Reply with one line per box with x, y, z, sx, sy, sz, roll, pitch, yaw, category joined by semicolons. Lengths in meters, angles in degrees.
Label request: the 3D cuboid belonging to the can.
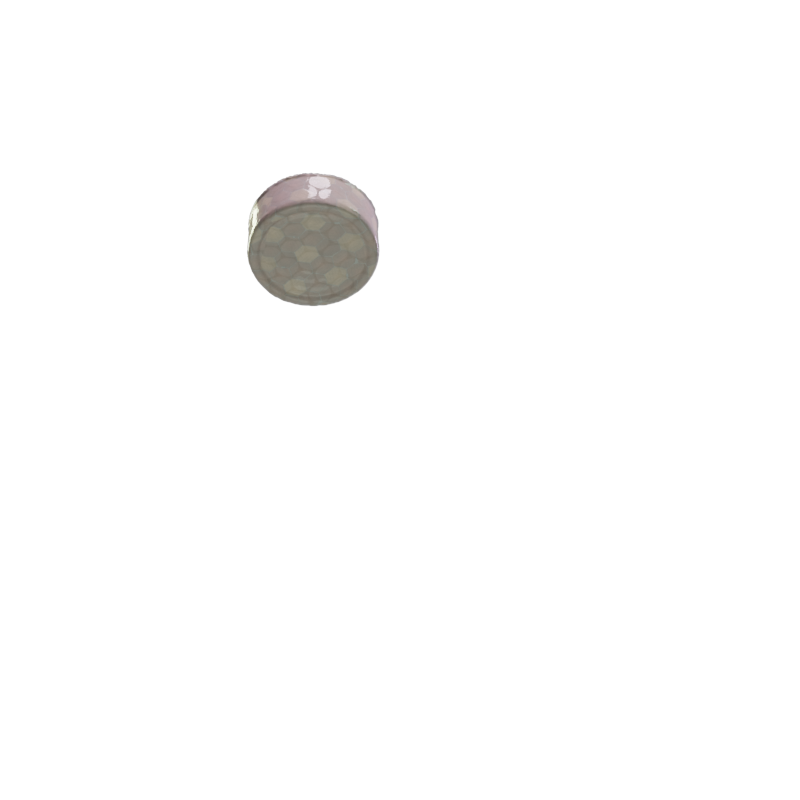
-0.056;-0.102;0.718;0.086;0.080;0.036;1;40;-1;can
